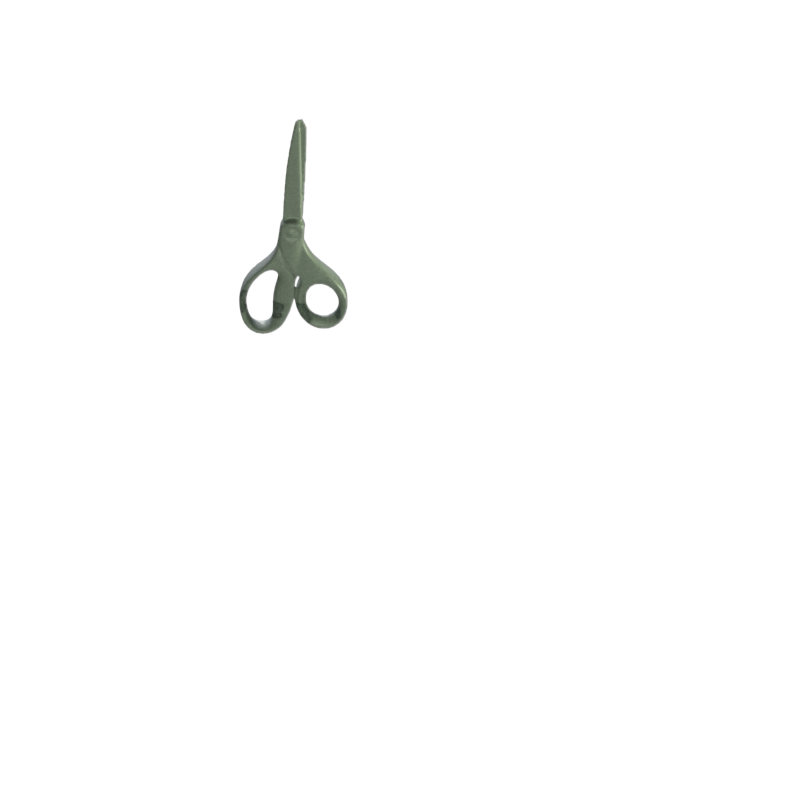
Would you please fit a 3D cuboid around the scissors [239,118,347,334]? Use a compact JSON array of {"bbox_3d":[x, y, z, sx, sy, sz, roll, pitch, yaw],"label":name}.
[{"bbox_3d":[-0.067,-0.122,0.858,0.094,0.193,0.017,17,39,-15],"label":"scissors"}]
